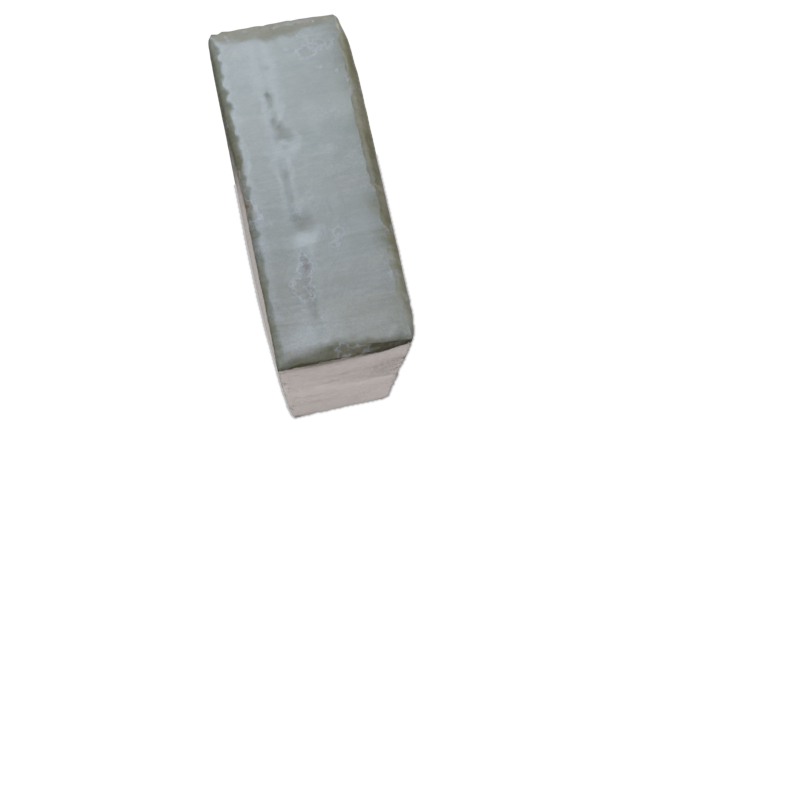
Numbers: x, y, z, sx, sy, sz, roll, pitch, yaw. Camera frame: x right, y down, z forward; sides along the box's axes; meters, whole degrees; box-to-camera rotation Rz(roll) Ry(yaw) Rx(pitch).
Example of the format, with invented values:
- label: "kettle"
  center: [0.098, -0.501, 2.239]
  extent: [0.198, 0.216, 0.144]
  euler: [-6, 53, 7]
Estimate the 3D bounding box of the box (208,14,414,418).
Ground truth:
- label: "box"
  center: [-0.047, -0.086, 0.601]
  extent: [0.071, 0.170, 0.208]
  euler: [-12, -9, -6]
